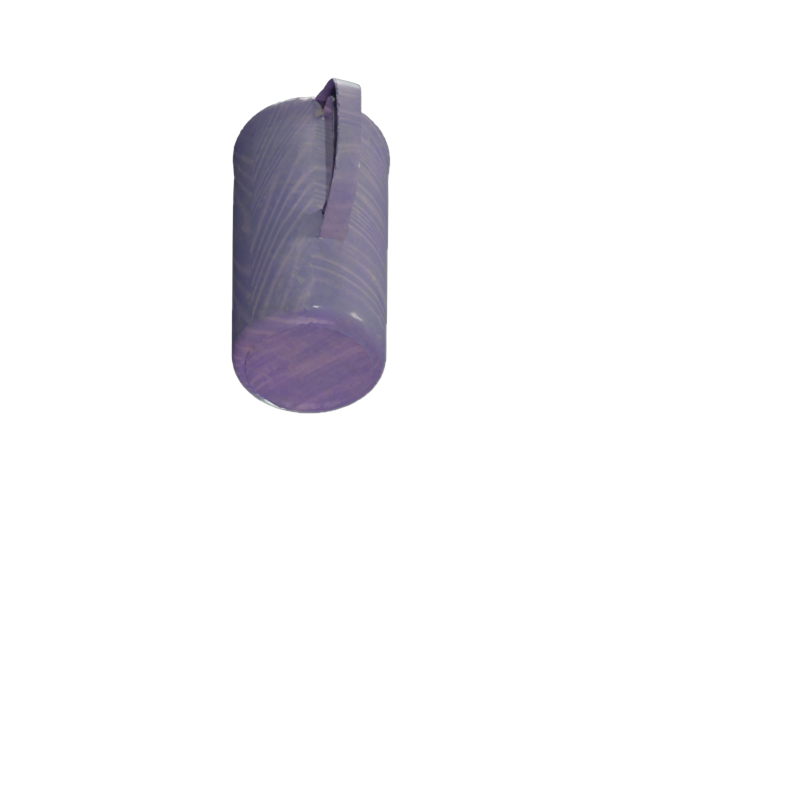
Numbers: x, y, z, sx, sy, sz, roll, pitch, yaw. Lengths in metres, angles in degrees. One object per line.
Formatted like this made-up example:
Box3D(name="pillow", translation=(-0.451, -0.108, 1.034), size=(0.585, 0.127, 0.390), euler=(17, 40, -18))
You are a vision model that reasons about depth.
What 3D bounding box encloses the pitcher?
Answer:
Box3D(name="pitcher", translation=(-0.066, -0.121, 0.845), size=(0.146, 0.261, 0.138), euler=(-20, -47, 17))
